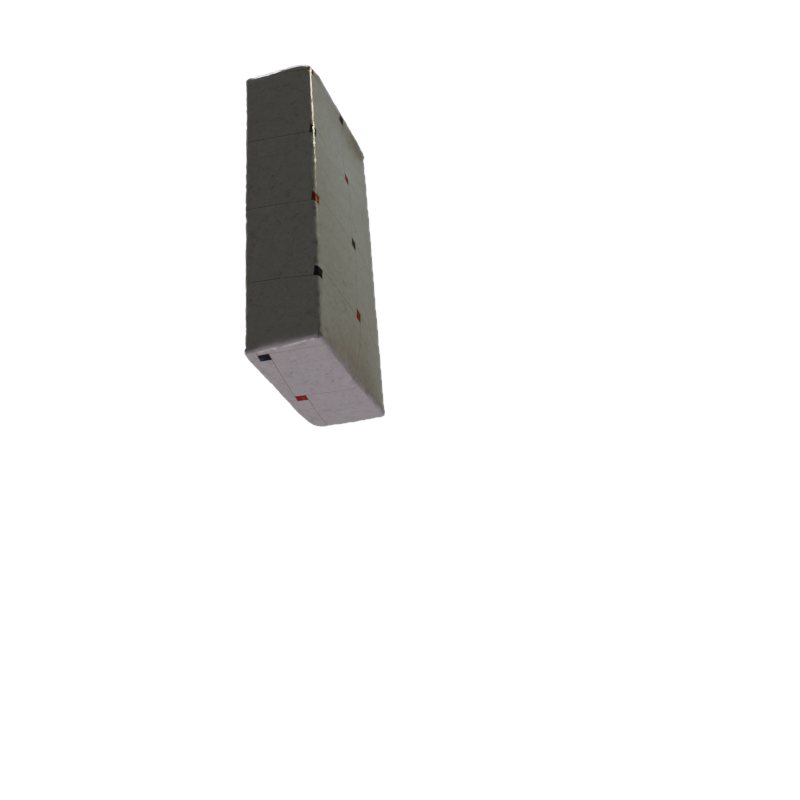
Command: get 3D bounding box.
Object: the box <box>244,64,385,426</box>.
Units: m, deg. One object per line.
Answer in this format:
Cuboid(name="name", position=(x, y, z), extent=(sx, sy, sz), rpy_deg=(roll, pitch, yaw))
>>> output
Cuboid(name="box", position=(-0.046, -0.085, 0.591), extent=(0.049, 0.188, 0.086), rpy_deg=(-12, -33, 16))
